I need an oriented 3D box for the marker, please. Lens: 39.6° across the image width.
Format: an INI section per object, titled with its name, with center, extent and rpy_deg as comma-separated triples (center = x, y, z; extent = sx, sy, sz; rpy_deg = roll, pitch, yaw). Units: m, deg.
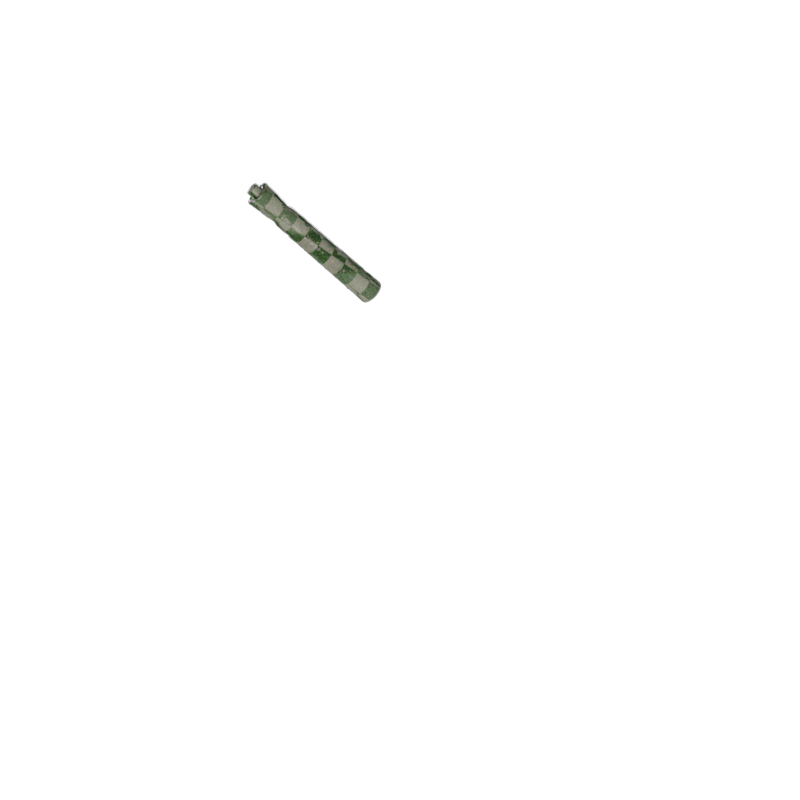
[marker]
center = -0.061, -0.112, 0.783
extent = 0.115, 0.020, 0.020
rpy_deg = 40, -15, -22
